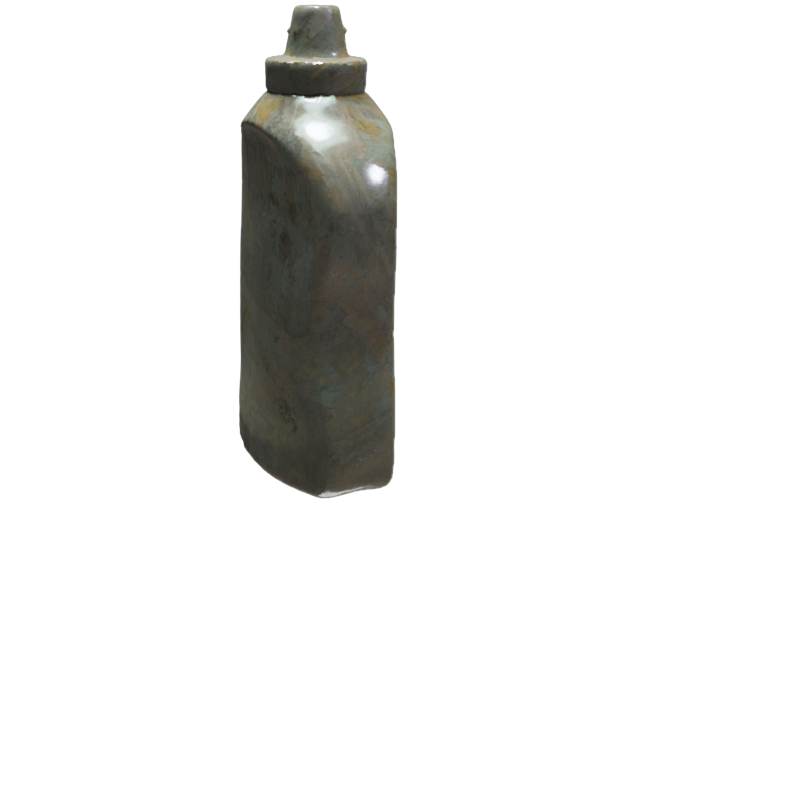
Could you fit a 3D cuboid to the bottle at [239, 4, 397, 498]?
[{"bbox_3d":[-0.036,-0.066,0.460,0.057,0.185,0.102,-5,17,-23],"label":"bottle"}]
